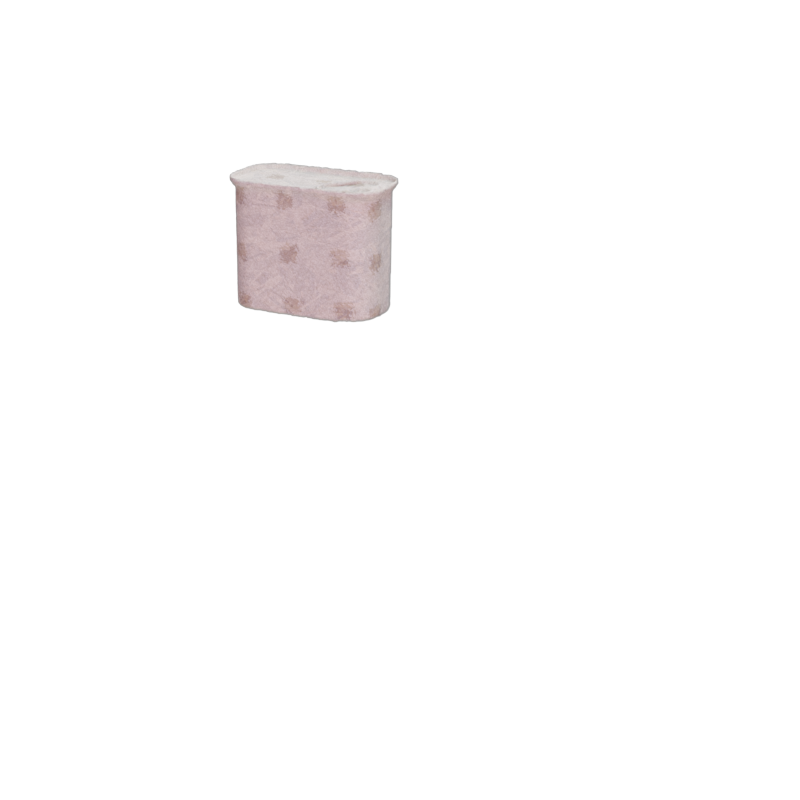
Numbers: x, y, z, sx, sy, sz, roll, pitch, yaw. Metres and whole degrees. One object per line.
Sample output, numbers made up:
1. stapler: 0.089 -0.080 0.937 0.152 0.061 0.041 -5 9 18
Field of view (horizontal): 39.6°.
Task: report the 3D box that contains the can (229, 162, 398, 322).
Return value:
1. can: -0.054 -0.099 0.691 0.106 0.080 0.058 10 21 23
